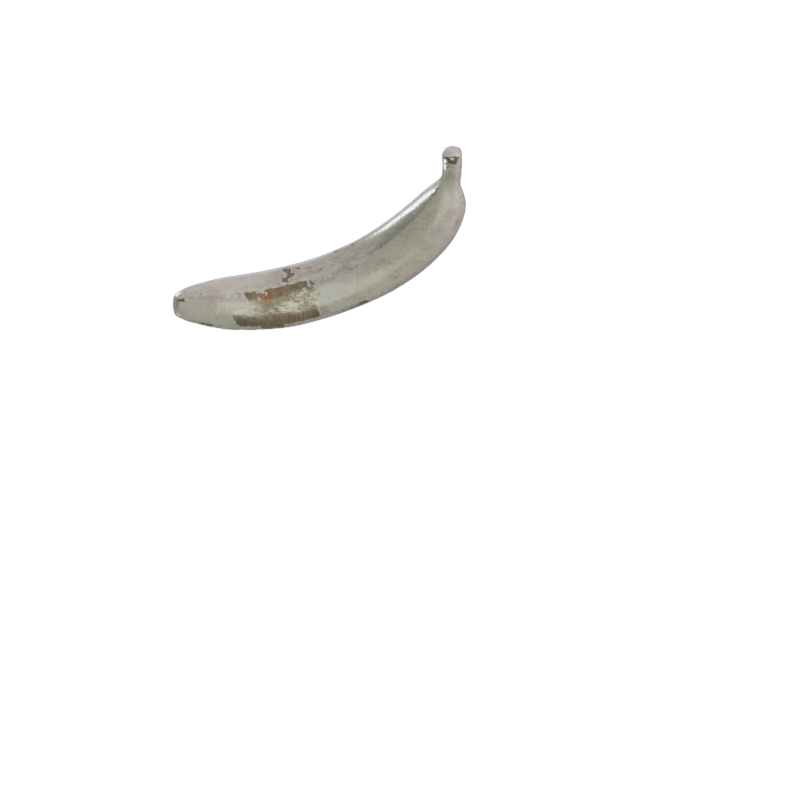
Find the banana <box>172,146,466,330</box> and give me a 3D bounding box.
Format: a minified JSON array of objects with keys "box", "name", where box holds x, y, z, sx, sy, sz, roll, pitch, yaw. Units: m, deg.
[{"box":[-0.038,-0.082,0.653,0.198,0.065,0.039,-27,31,16],"name":"banana"}]
